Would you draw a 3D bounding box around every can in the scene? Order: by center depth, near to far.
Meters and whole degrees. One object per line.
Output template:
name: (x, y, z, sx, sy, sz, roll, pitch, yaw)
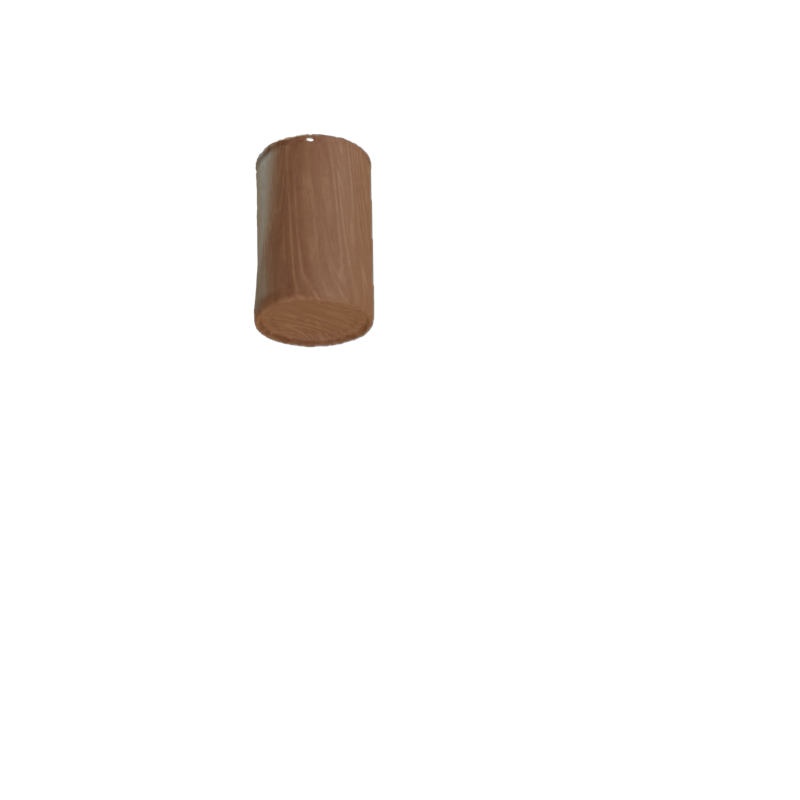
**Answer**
can: (-0.049, -0.089, 0.625, 0.068, 0.108, 0.065, 0, -25, -2)
